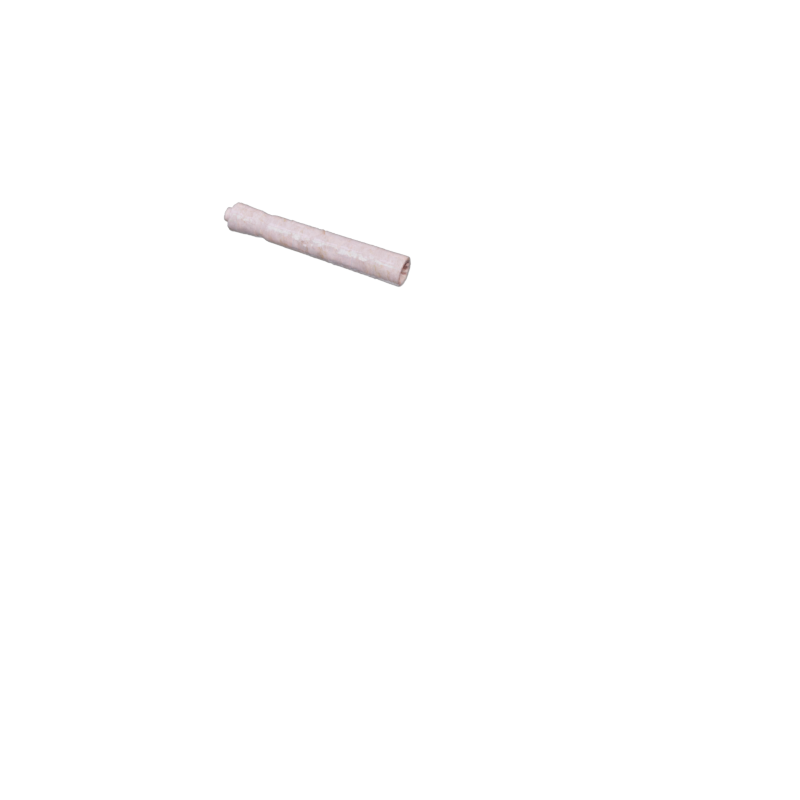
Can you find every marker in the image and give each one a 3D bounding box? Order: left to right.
[{"bbox_3d":[-0.052,-0.095,0.669,0.126,0.019,0.019,21,11,20],"label":"marker"}]
